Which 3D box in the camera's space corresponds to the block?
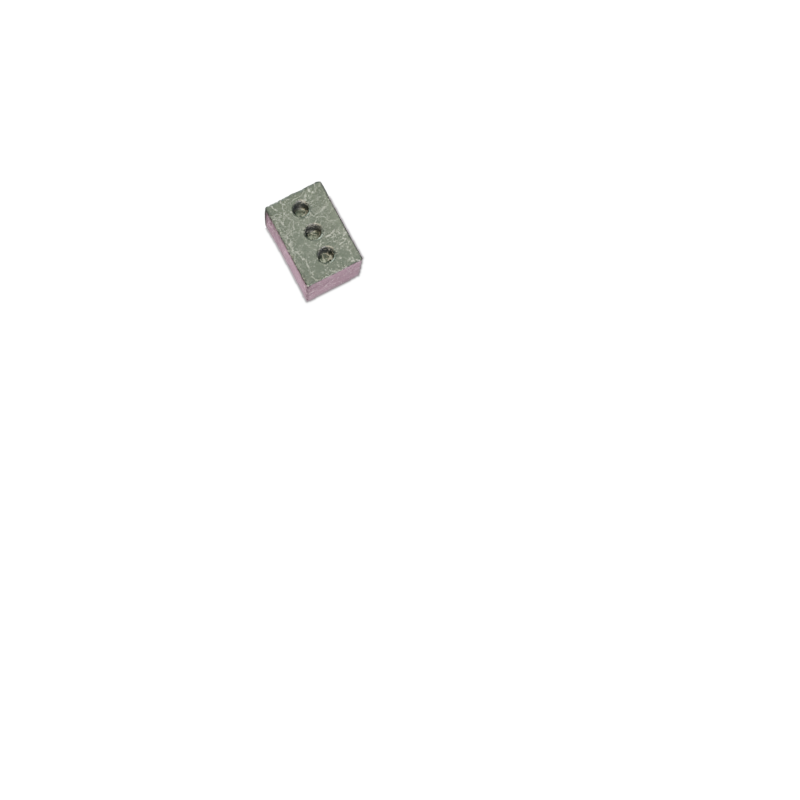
[{"bbox_3d":[-0.071,-0.130,0.910,0.053,0.081,0.049,-27,-14,-9],"label":"block"}]
